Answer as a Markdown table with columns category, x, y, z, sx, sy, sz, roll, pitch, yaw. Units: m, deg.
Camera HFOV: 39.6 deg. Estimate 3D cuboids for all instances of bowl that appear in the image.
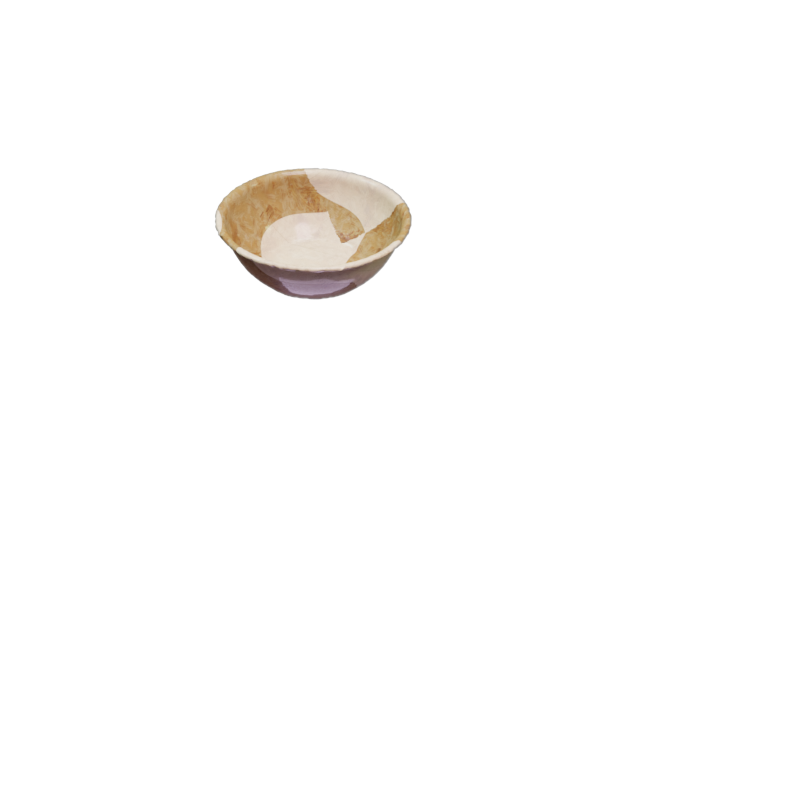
| category | x | y | z | sx | sy | sz | roll | pitch | yaw |
| --- | --- | --- | --- | --- | --- | --- | --- | --- | --- |
| bowl | -0.072 | -0.132 | 0.924 | 0.162 | 0.051 | 0.173 | -1 | 38 | -2 |
